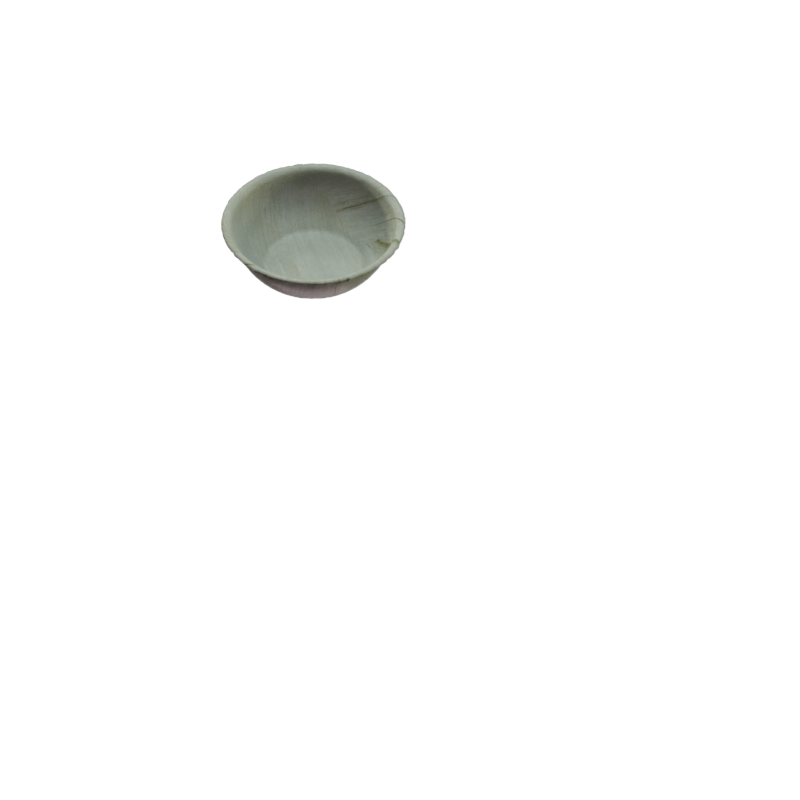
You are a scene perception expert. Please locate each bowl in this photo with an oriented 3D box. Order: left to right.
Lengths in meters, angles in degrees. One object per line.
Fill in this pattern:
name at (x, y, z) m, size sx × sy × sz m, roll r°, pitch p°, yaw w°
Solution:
bowl at (-0.078, -0.141, 0.990) m, size 0.162 × 0.174 × 0.051 m, roll -1°, pitch -44°, yaw -1°
